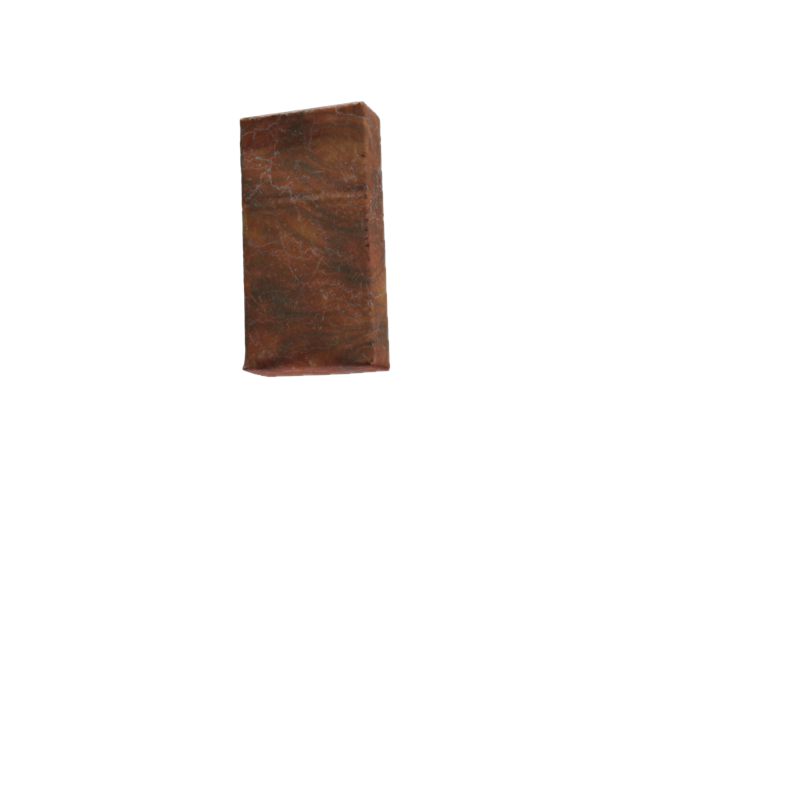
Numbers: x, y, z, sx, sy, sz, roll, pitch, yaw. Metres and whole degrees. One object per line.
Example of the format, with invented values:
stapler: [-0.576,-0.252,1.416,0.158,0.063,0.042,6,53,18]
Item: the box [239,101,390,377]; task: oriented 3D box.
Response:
box: [-0.058,-0.106,0.745,0.095,0.181,0.046,-4,-12,19]
